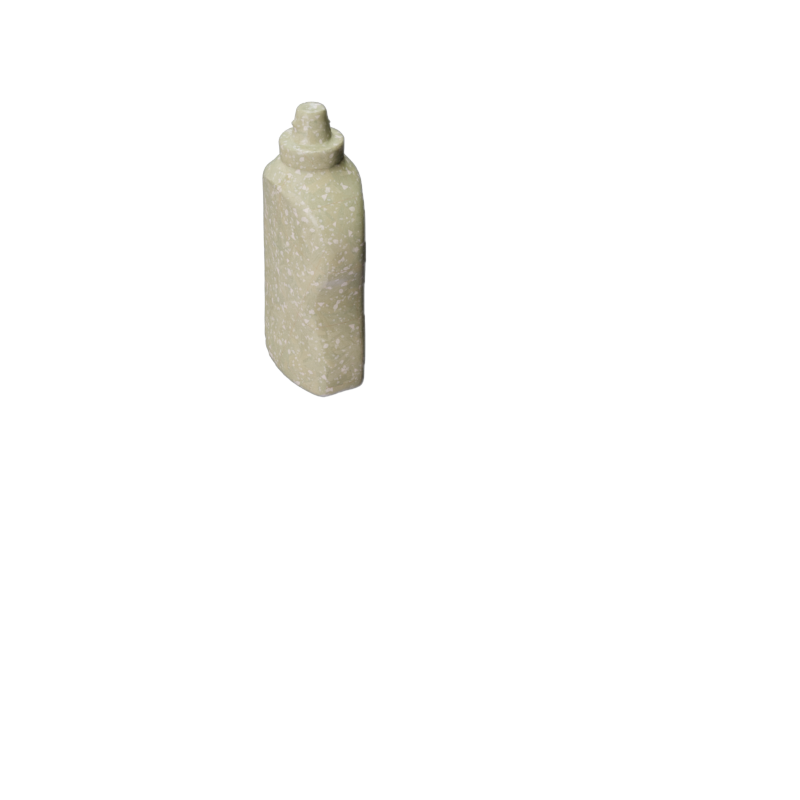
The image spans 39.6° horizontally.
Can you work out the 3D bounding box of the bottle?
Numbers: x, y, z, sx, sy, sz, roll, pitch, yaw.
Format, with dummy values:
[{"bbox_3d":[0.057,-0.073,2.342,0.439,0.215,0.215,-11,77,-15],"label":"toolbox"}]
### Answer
[{"bbox_3d":[-0.057,-0.103,0.722,0.057,0.180,0.104,-13,37,-23],"label":"bottle"}]
